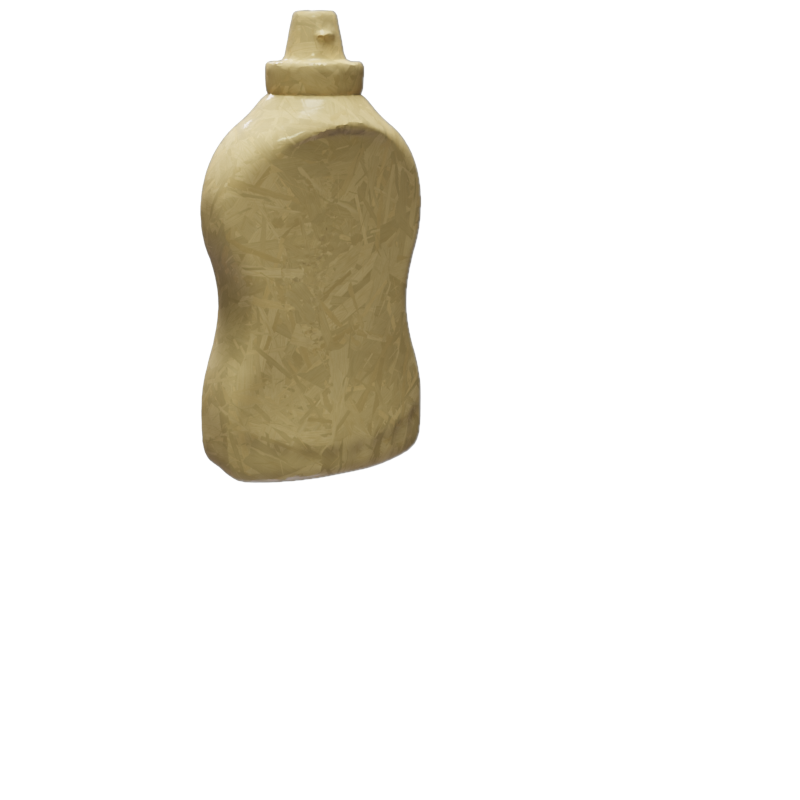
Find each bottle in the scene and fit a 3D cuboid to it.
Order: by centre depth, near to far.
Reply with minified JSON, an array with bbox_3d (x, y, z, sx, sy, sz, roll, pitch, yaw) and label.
[{"bbox_3d":[-0.037,-0.067,0.469,0.093,0.187,0.061,-5,12,-28],"label":"bottle"}]
